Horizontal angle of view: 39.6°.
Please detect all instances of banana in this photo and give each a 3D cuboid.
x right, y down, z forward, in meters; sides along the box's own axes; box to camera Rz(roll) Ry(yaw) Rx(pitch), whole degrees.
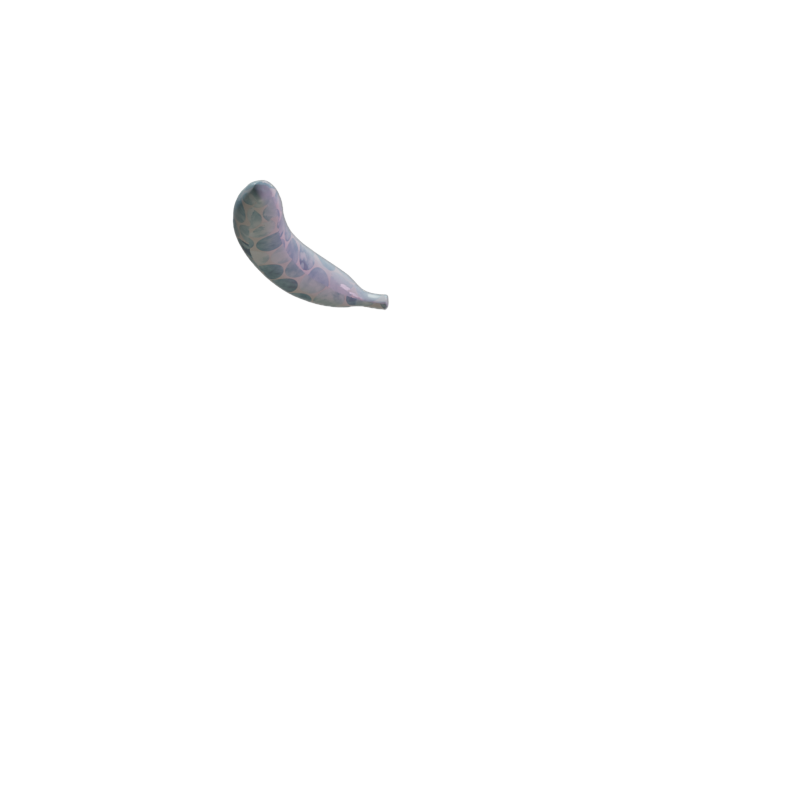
[{"bbox_3d":[-0.078,-0.110,0.809,0.071,0.039,0.184,-10,-23,24],"label":"banana"}]
